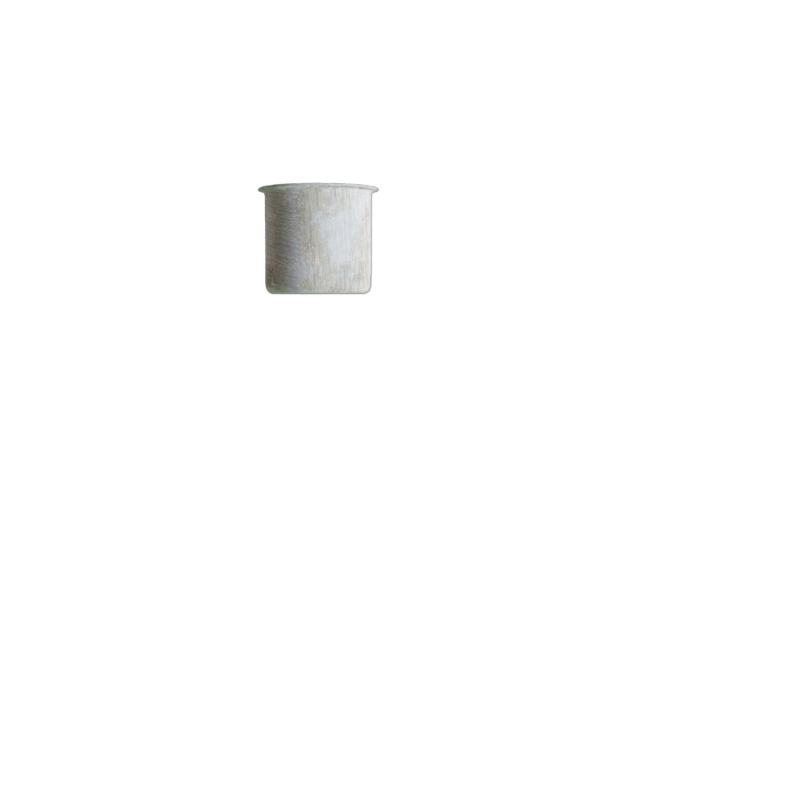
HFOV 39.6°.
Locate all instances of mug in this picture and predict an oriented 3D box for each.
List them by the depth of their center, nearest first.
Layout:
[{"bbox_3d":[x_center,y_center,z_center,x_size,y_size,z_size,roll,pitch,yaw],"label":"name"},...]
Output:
[{"bbox_3d":[-0.067,-0.122,0.858,0.091,0.082,0.120,-1,3,-22],"label":"mug"}]
